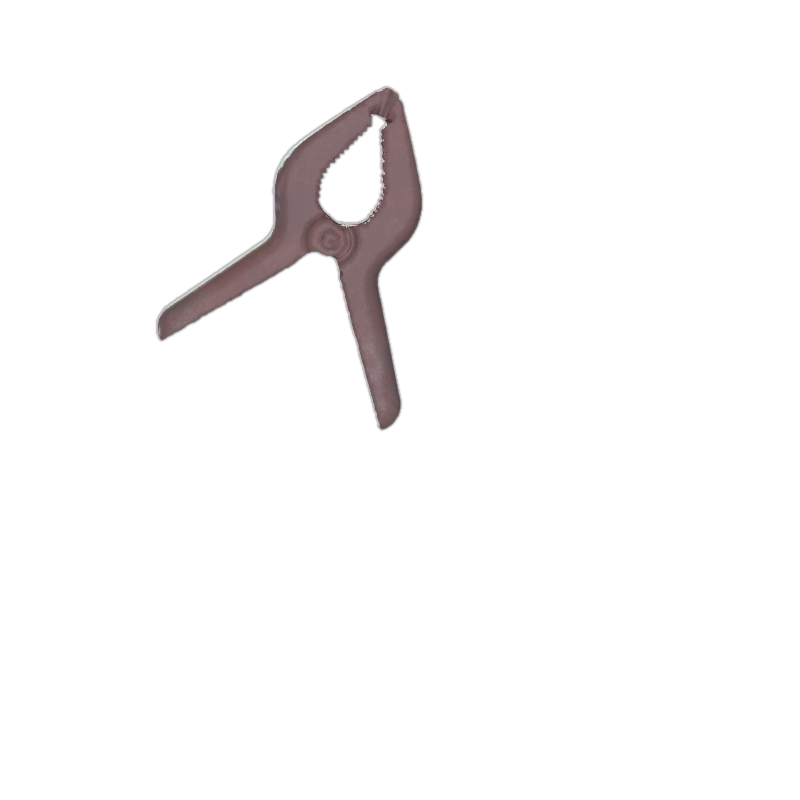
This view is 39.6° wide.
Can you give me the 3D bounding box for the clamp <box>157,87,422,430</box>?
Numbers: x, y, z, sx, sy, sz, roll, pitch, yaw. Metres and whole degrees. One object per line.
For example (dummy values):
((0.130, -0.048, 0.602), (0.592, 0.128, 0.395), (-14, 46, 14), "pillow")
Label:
((-0.055, -0.100, 0.703), (0.164, 0.208, 0.037), (15, 5, -2), "clamp")
